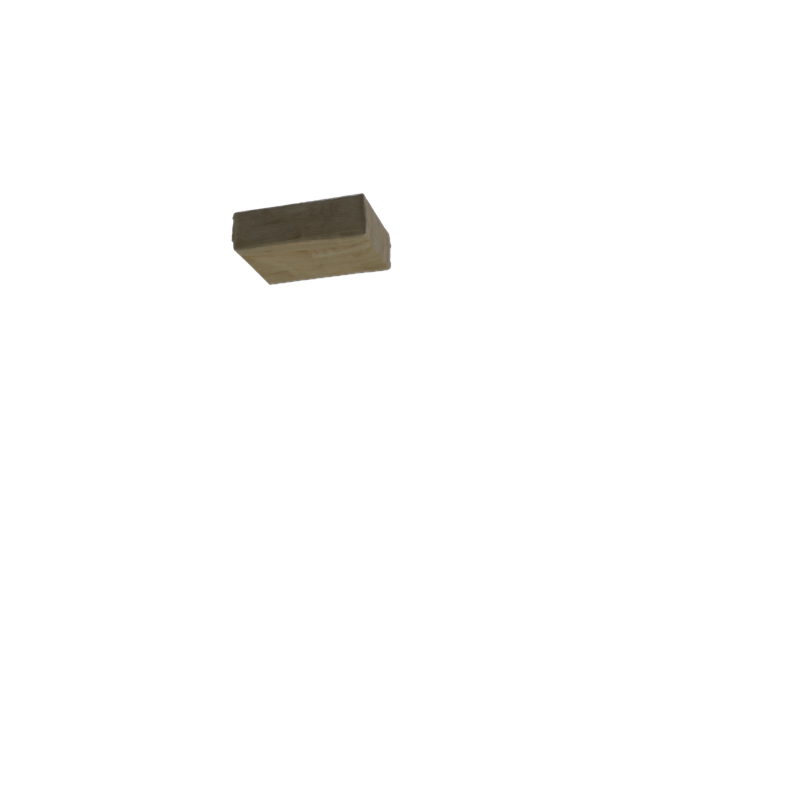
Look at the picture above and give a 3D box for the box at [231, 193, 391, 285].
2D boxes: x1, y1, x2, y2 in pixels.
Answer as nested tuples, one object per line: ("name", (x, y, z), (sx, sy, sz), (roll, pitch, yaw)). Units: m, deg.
("box", (-0.072, -0.131, 0.916), (0.115, 0.041, 0.085), (-4, -15, 14))
